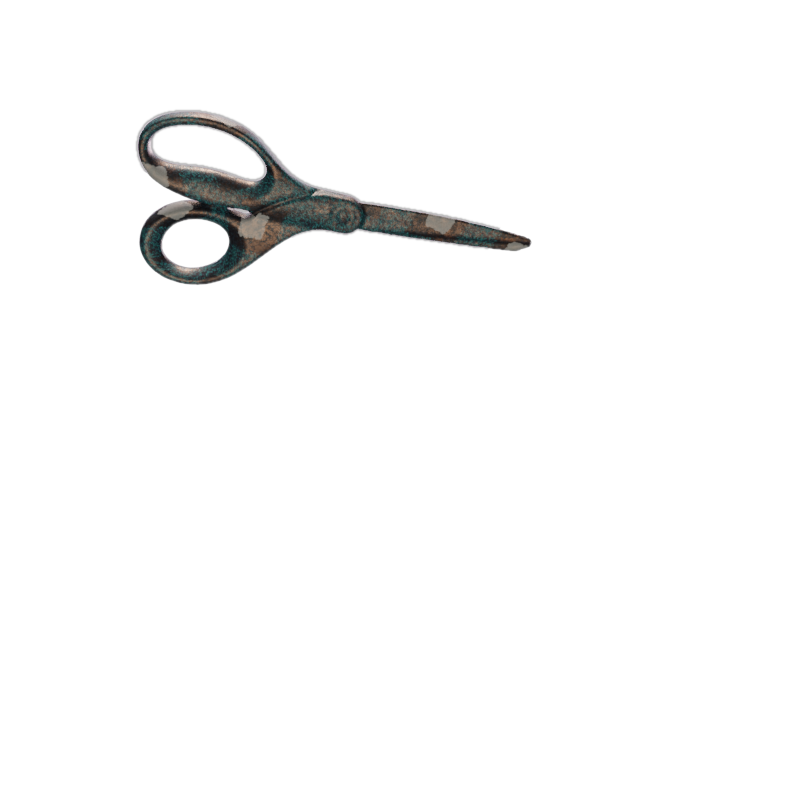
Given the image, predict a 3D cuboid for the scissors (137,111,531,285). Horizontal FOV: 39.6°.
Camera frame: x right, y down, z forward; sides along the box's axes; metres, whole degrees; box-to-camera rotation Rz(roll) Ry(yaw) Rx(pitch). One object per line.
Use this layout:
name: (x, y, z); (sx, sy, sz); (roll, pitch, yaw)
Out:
scissors: (-0.044, -0.080, 0.562); (0.198, 0.094, 0.016); (24, 17, -8)
